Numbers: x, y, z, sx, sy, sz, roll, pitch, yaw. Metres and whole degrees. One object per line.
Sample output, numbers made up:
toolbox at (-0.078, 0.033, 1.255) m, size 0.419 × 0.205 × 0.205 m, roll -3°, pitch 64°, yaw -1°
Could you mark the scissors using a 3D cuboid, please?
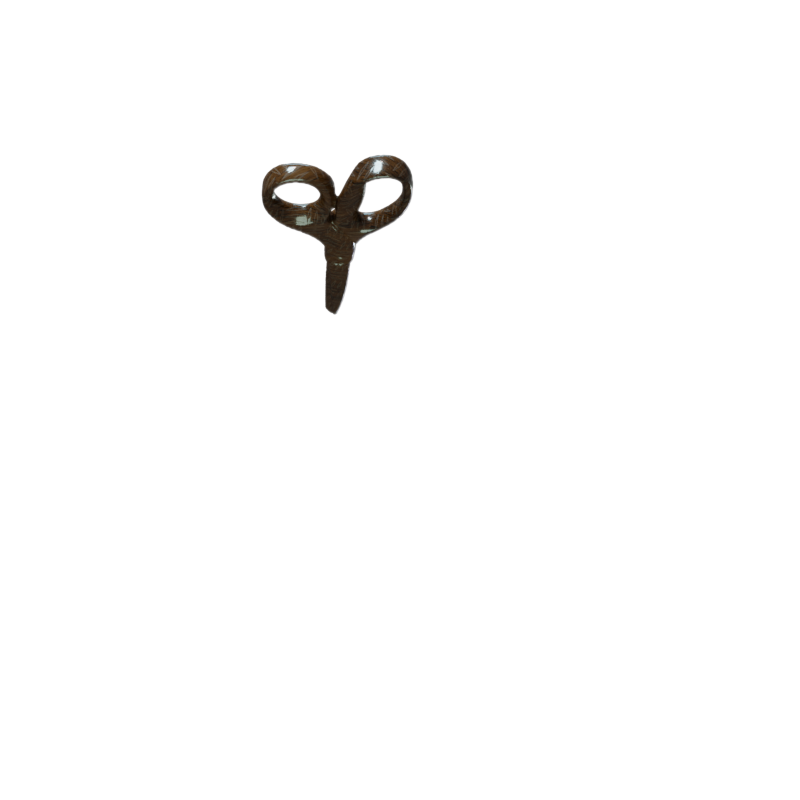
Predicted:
scissors at (-0.055, -0.100, 0.699) m, size 0.093 × 0.017 × 0.196 m, roll 8°, pitch -23°, yaw -19°
